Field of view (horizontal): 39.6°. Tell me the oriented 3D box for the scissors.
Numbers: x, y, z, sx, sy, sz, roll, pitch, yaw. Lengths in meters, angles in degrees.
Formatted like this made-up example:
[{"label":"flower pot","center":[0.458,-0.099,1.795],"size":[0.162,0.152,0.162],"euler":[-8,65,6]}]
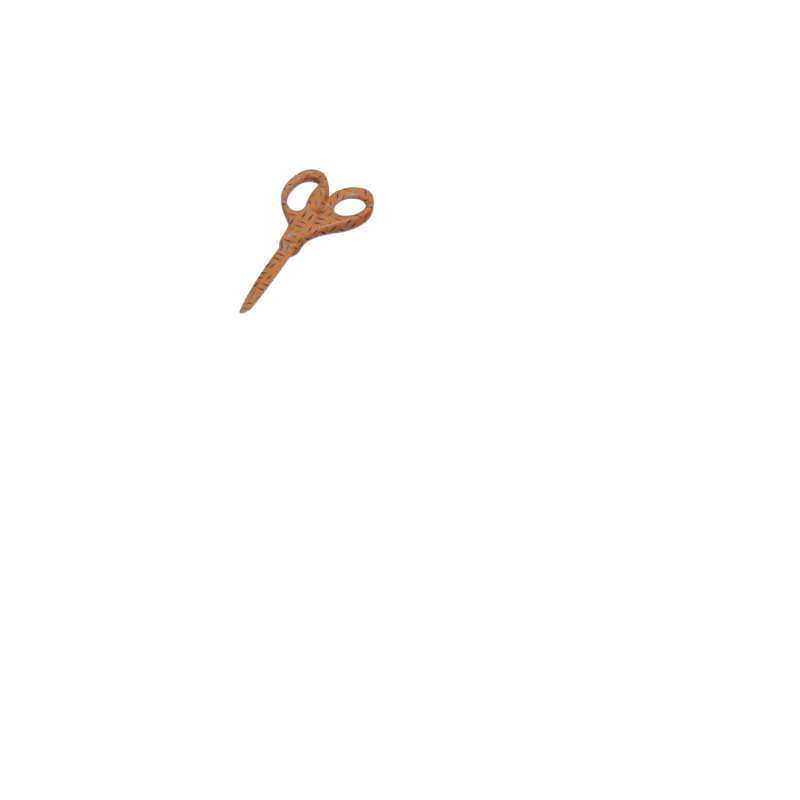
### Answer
[{"label":"scissors","center":[-0.077,-0.141,0.987],"size":[0.097,0.015,0.215],"euler":[4,44,4]}]
